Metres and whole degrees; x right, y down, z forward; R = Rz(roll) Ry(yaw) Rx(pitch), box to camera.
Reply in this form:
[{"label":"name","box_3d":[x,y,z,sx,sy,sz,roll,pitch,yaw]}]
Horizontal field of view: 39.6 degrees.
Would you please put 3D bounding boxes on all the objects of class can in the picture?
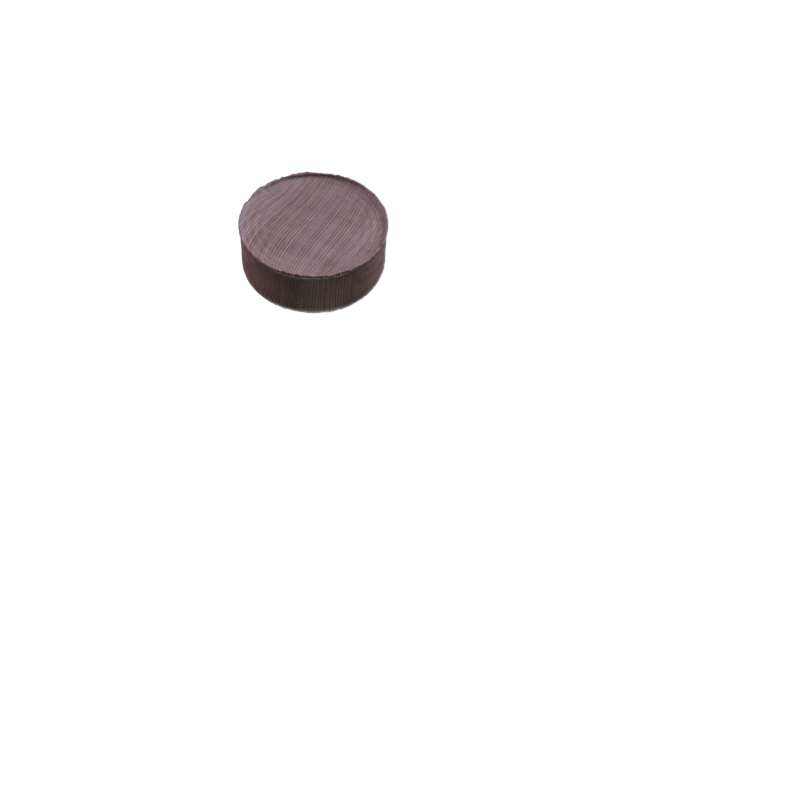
[{"label":"can","box_3d":[-0.050,-0.092,0.643,0.086,0.092,0.031,-1,-41,-1]}]
